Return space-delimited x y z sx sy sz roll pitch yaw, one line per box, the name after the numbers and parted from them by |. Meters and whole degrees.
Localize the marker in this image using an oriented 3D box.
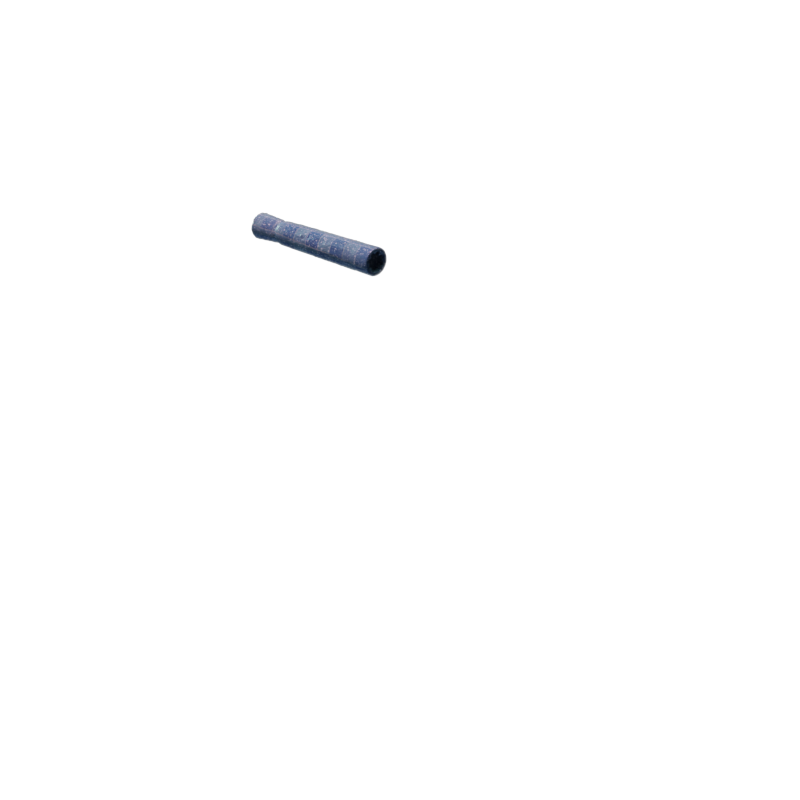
-0.058 -0.105 0.739 0.019 0.019 0.129 -4 20 -44 | marker
